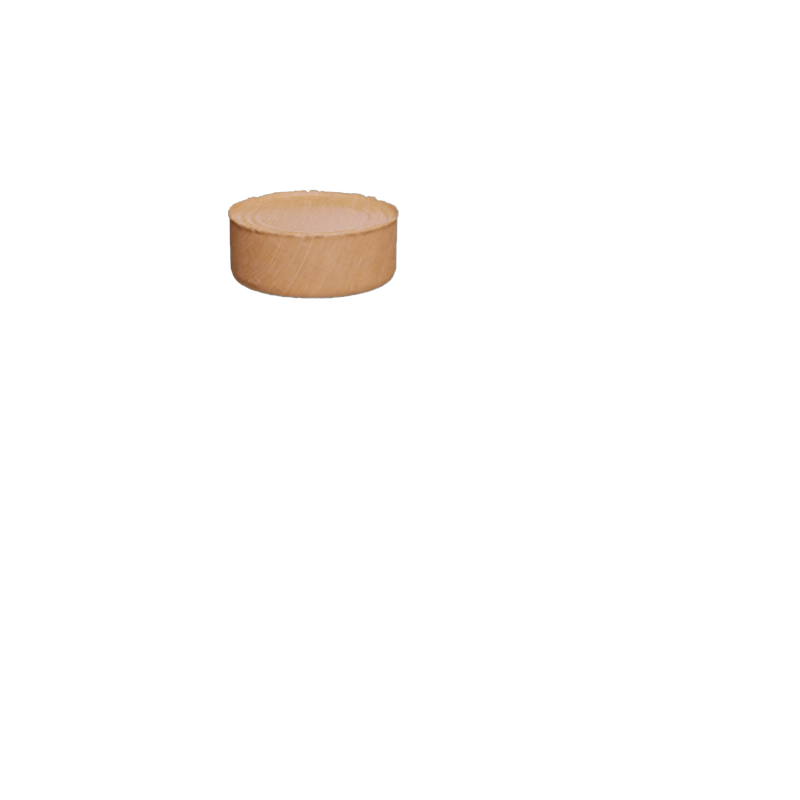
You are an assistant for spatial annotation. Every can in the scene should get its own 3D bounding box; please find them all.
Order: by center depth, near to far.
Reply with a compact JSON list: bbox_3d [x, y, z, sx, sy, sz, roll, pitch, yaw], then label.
[{"bbox_3d":[-0.044,-0.080,0.560,0.086,0.032,0.090,-1,23,-2],"label":"can"}]
